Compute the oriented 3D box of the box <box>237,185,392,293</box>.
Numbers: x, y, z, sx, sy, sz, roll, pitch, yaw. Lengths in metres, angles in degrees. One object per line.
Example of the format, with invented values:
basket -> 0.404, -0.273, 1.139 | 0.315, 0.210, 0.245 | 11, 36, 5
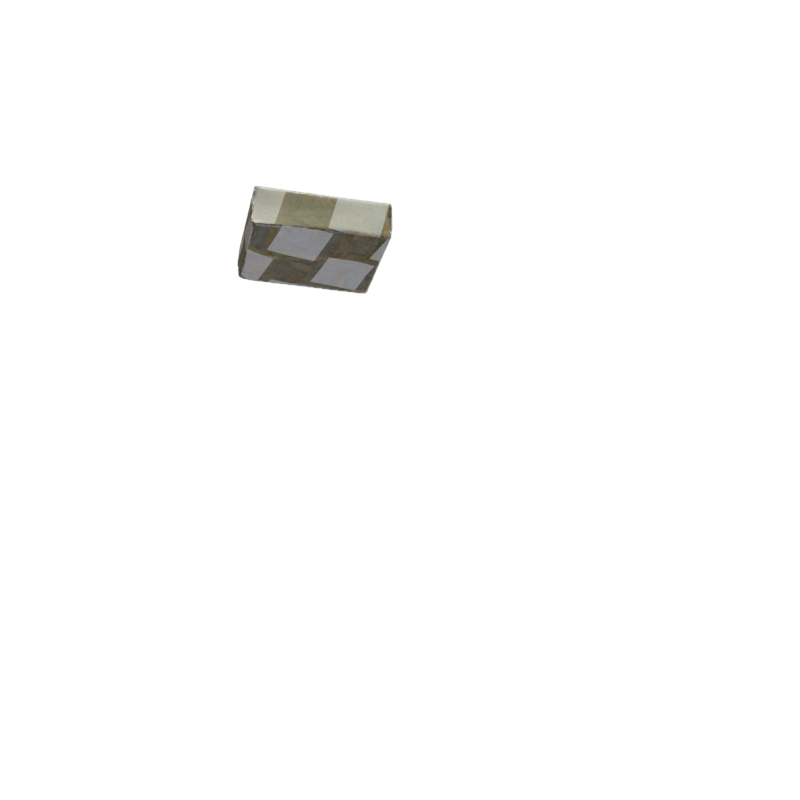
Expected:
box -> -0.070, -0.128, 0.894 | 0.112, 0.041, 0.086 | 5, -28, -11
